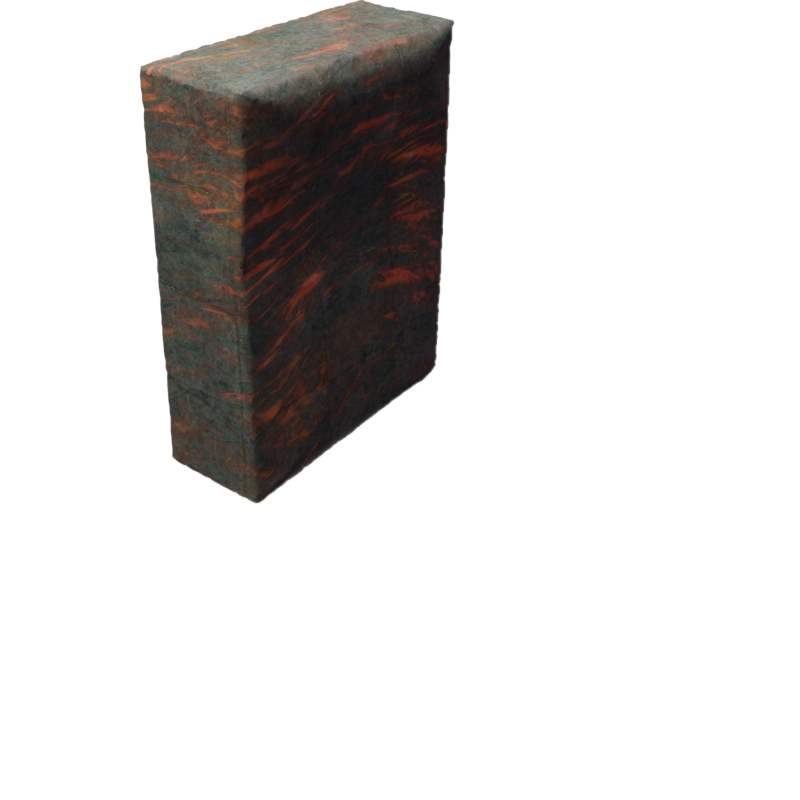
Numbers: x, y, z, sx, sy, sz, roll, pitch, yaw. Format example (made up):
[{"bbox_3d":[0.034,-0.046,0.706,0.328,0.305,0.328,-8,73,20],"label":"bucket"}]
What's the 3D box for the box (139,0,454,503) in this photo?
[{"bbox_3d":[-0.045,-0.082,0.571,0.076,0.202,0.165,20,34,31],"label":"box"}]
